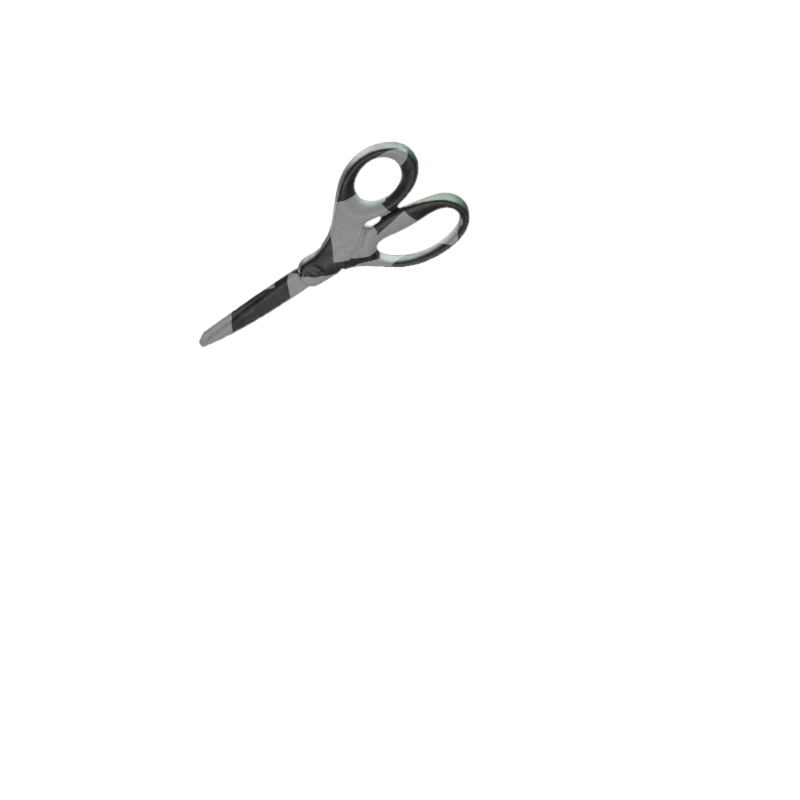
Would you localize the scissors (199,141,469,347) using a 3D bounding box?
[{"bbox_3d":[-0.056,-0.103,0.719,0.202,0.090,0.017,-18,28,10],"label":"scissors"}]
